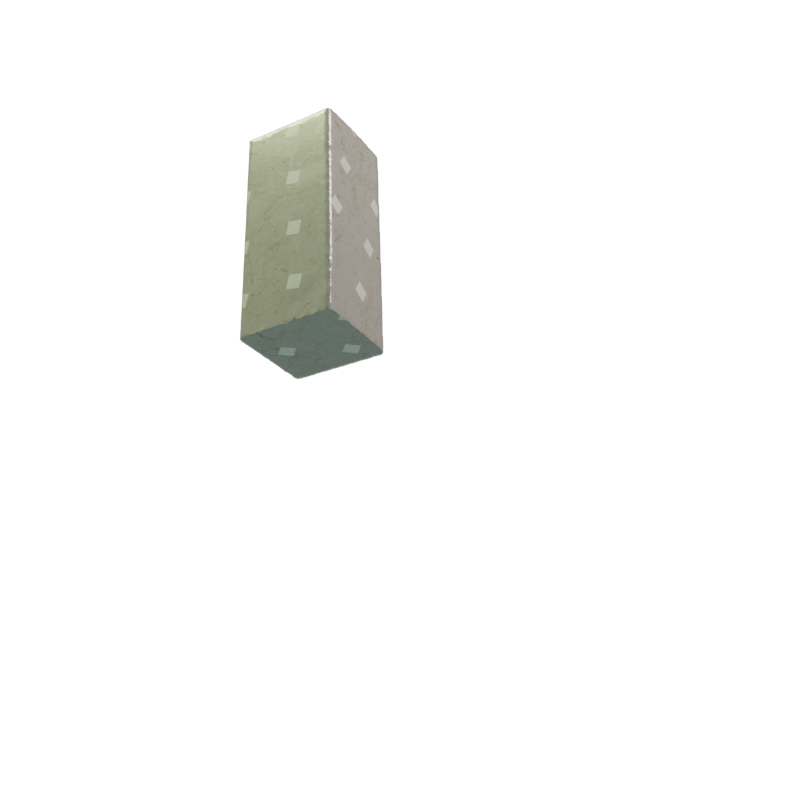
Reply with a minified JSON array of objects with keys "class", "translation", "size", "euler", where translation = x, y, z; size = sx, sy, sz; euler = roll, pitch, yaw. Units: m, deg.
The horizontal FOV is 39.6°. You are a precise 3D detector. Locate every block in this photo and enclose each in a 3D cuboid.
[{"class":"block","translation":[-0.075,-0.138,0.965],"size":[0.092,0.220,0.083],"euler":[-19,-35,25]}]
